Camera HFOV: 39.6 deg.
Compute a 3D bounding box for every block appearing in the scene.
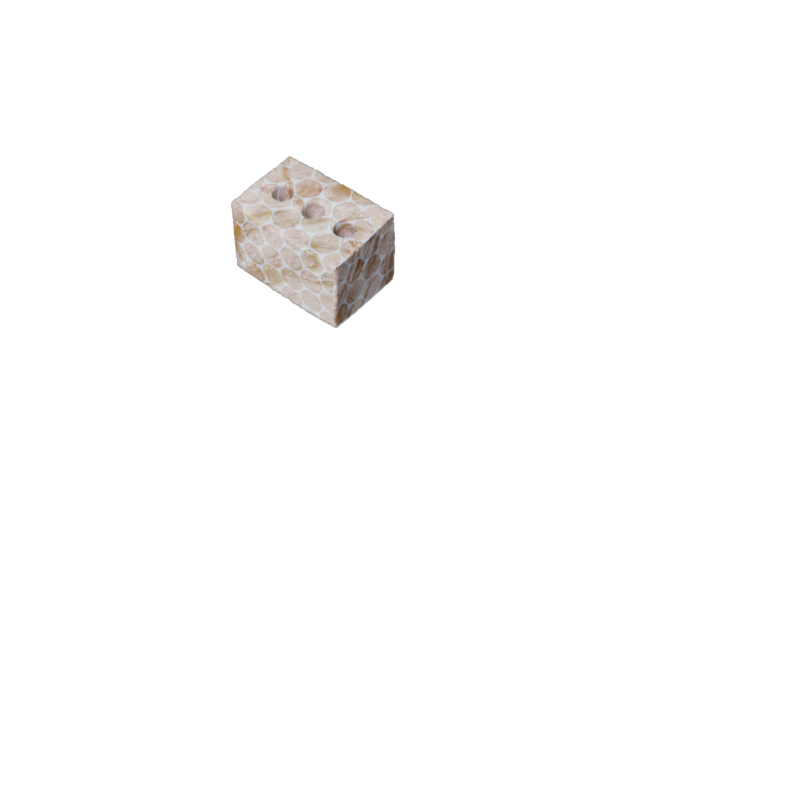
[{"bbox_3d":[-0.048,-0.088,0.619,0.082,0.048,0.054,32,55,24],"label":"block"}]
